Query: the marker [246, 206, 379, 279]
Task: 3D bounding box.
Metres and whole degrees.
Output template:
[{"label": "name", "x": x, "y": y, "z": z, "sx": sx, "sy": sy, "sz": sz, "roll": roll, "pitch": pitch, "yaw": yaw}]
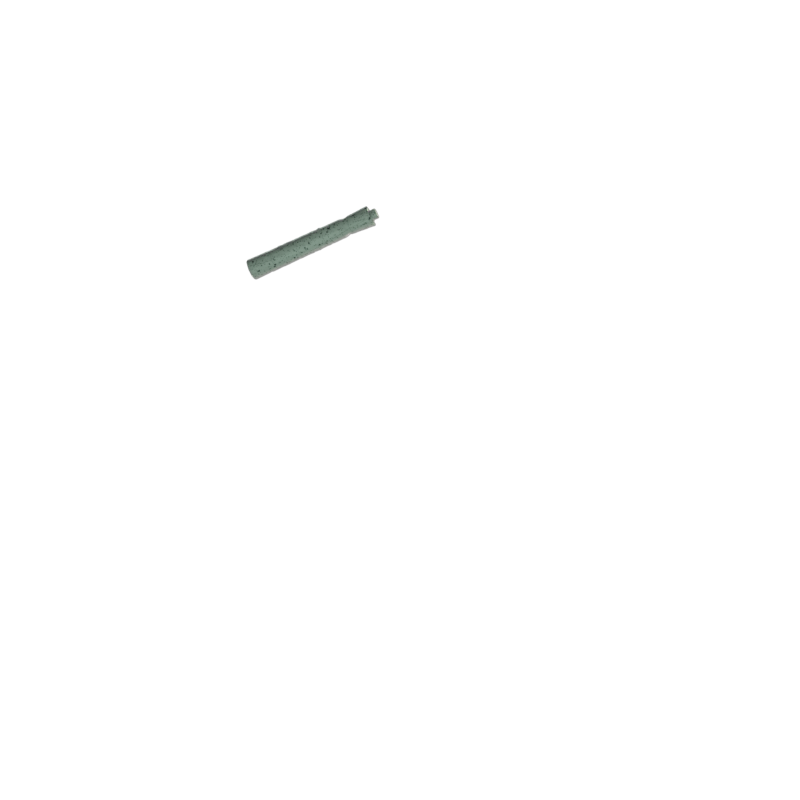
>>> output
[{"label": "marker", "x": -0.075, "y": -0.136, "z": 0.955, "sx": 0.121, "sy": 0.020, "sz": 0.020, "roll": -23, "pitch": 1, "yaw": 9}]
